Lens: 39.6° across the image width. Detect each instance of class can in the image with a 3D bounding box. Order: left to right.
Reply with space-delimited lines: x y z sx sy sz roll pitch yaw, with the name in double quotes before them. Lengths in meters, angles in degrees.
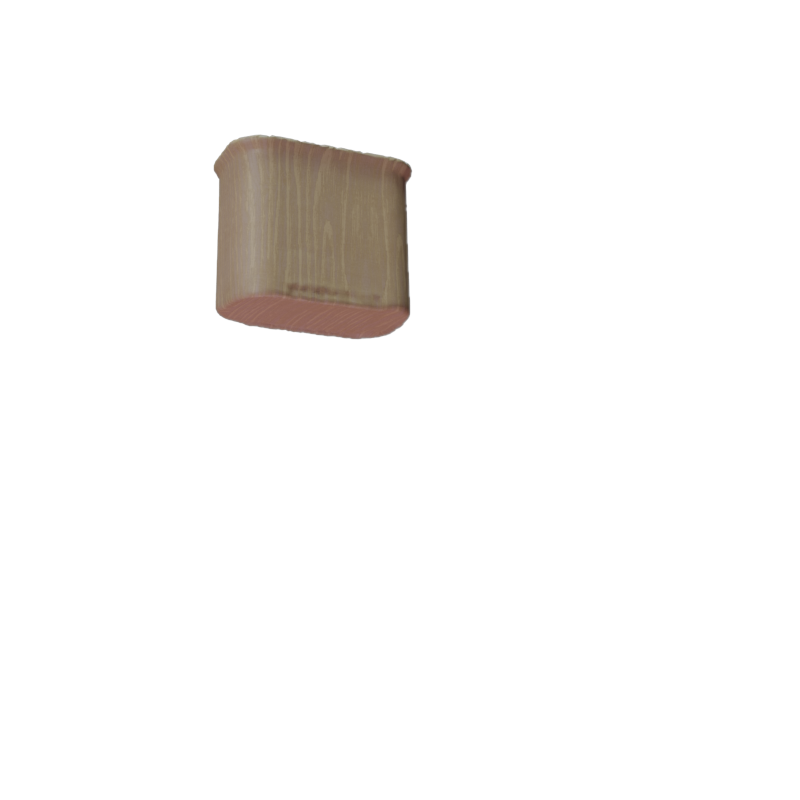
"can" -0.045 -0.081 0.568 0.098 0.088 0.057 7 -20 -23
